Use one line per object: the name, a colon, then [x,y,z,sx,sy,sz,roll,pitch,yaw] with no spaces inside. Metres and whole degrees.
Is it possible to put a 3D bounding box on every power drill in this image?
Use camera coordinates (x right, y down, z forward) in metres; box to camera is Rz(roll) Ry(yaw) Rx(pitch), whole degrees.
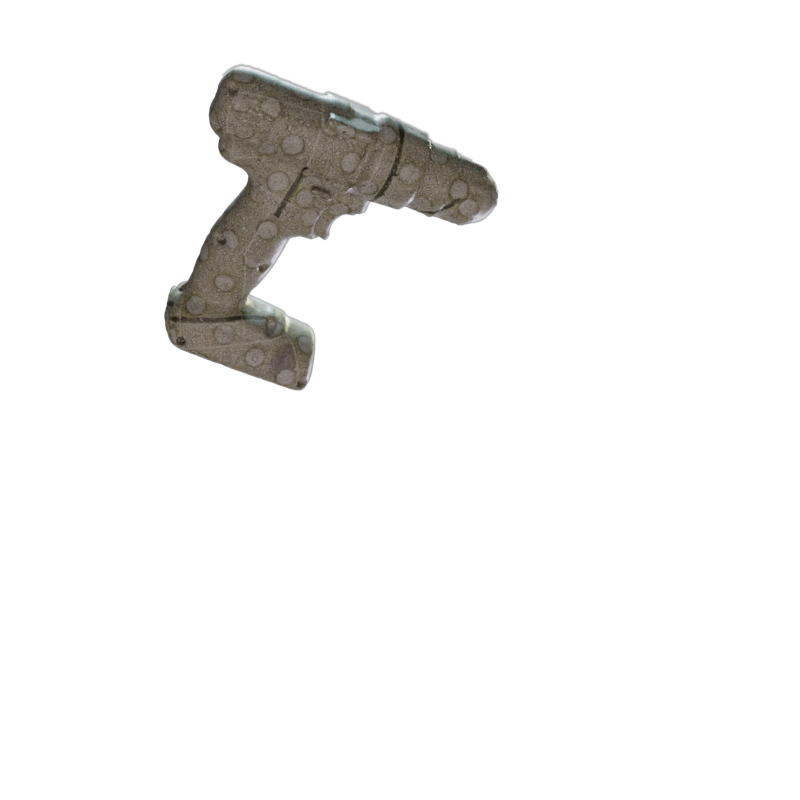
power drill: [-0.054,-0.099,0.695,0.180,0.181,0.061,22,25,-11]
